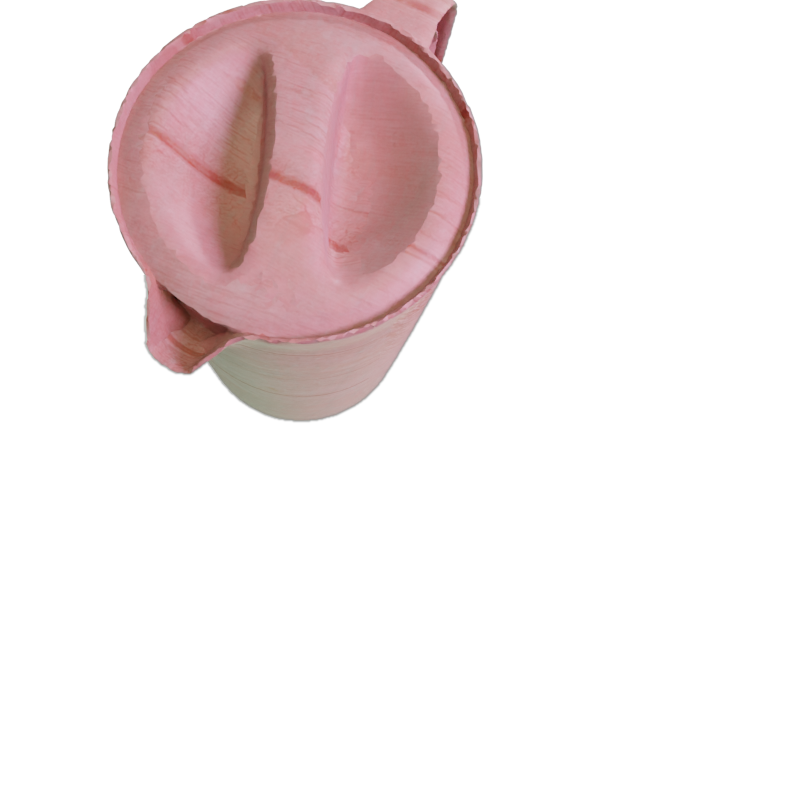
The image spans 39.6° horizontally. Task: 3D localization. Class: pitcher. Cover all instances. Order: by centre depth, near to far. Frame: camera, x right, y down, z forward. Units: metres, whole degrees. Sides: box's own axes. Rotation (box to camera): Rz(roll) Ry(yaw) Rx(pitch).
[{"bbox_3d":[-0.039,-0.072,0.503,0.148,0.151,0.235,-13,-12,-6],"label":"pitcher"}]
